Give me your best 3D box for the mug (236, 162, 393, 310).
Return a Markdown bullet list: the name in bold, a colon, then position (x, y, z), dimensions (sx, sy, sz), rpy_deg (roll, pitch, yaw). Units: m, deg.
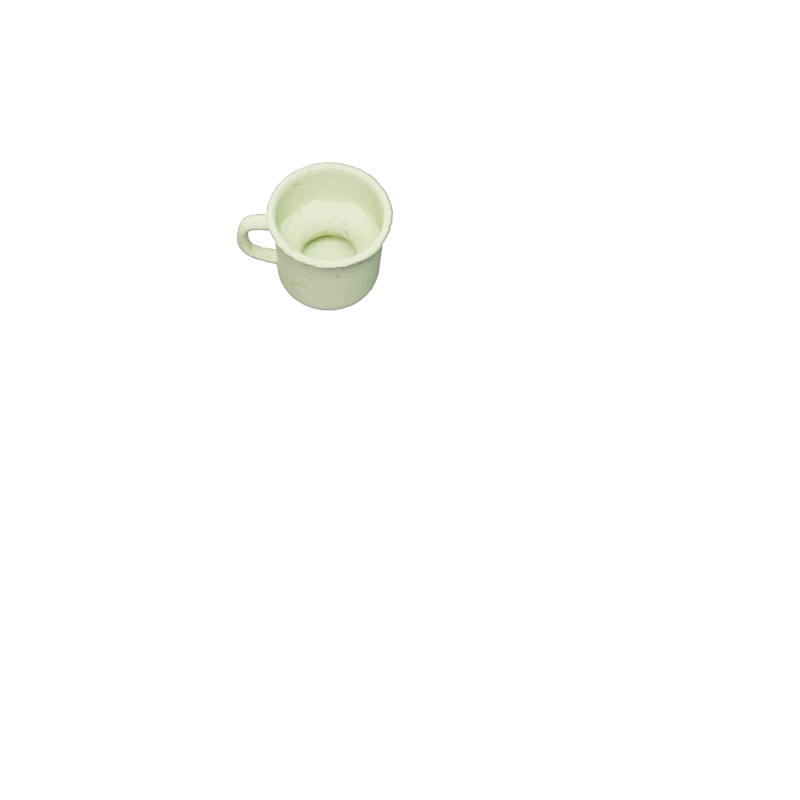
- **mug**: position (-0.067, -0.121, 0.849), dimensions (0.117, 0.099, 0.077), rpy_deg (0, -29, -2)
